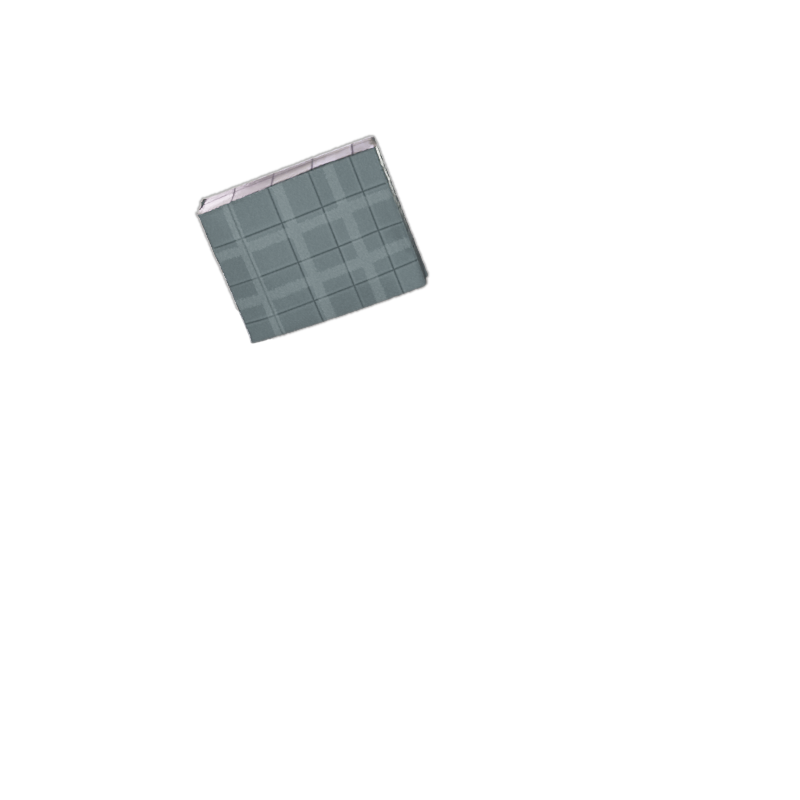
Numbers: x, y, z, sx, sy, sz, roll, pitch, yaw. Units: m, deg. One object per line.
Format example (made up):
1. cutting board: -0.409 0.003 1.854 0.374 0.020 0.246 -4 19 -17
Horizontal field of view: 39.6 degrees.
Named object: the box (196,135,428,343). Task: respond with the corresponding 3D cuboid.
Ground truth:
1. box: -0.051 -0.093 0.651 0.114 0.086 0.040 -20 16 5
